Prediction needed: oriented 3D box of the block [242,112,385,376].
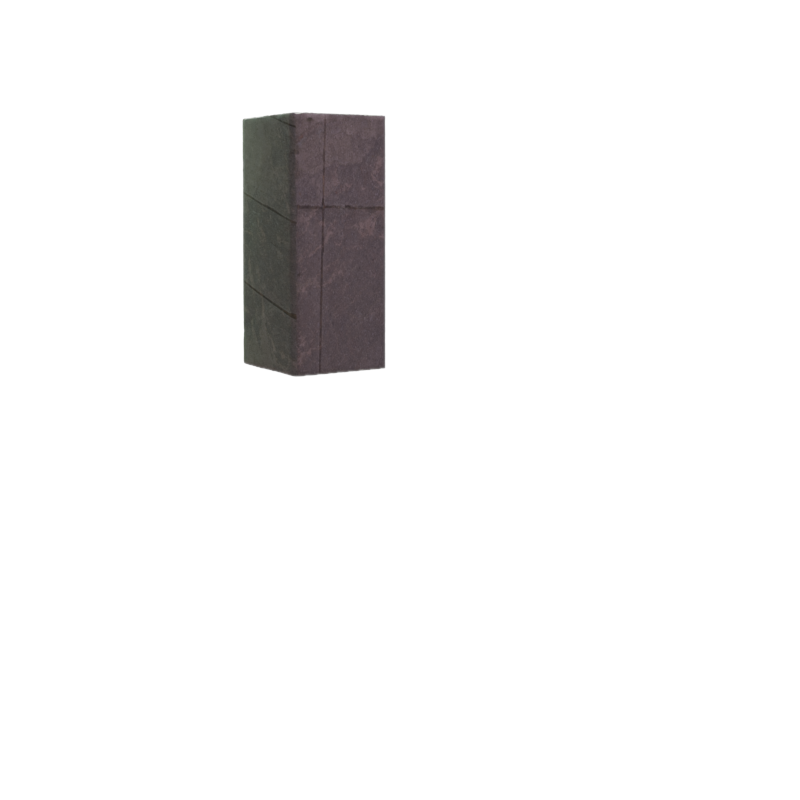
[{"bbox_3d":[-0.072,-0.131,0.916,0.088,0.205,0.094,-2,4,-33],"label":"block"}]
